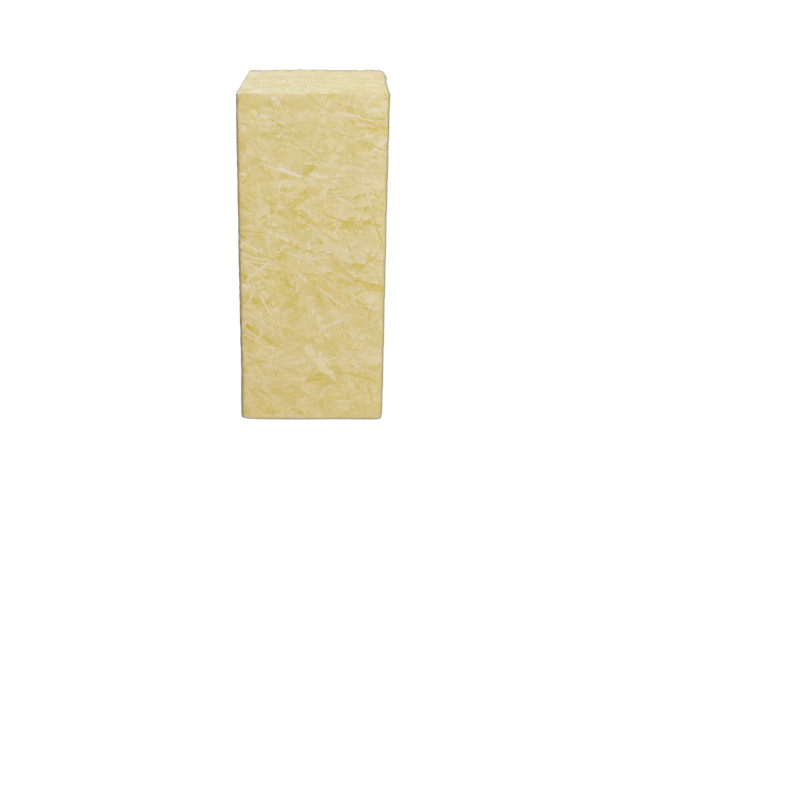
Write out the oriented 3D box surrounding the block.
[{"bbox_3d":[-0.054,-0.100,0.704,0.090,0.198,0.095,1,19,-1],"label":"block"}]
